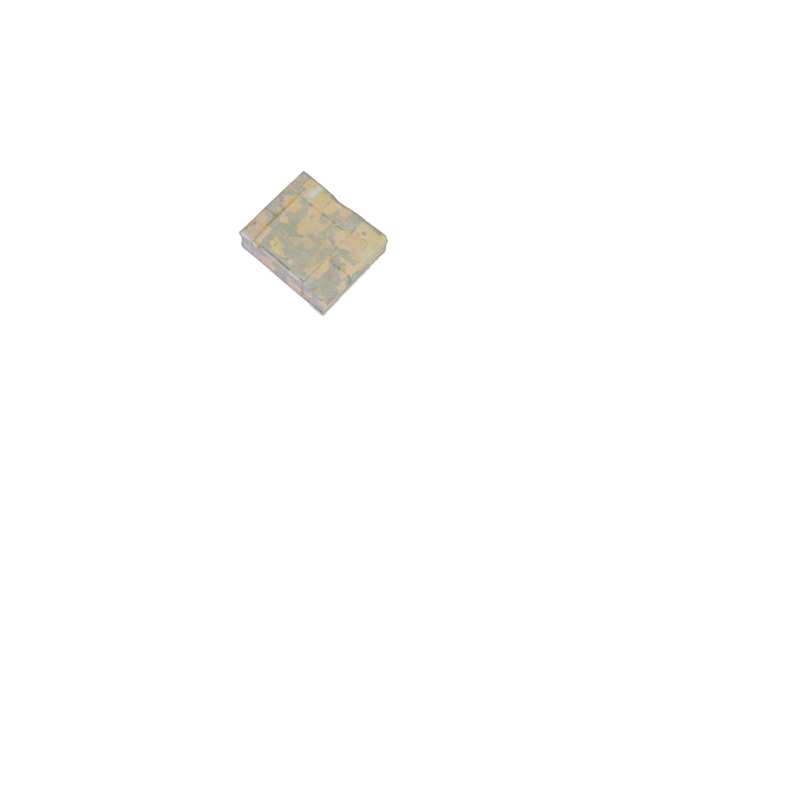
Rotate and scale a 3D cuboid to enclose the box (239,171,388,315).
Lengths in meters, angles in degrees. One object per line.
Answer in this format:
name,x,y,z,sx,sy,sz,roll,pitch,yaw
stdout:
box,-0.066,-0.121,0.848,0.093,0.074,0.029,39,-18,15
